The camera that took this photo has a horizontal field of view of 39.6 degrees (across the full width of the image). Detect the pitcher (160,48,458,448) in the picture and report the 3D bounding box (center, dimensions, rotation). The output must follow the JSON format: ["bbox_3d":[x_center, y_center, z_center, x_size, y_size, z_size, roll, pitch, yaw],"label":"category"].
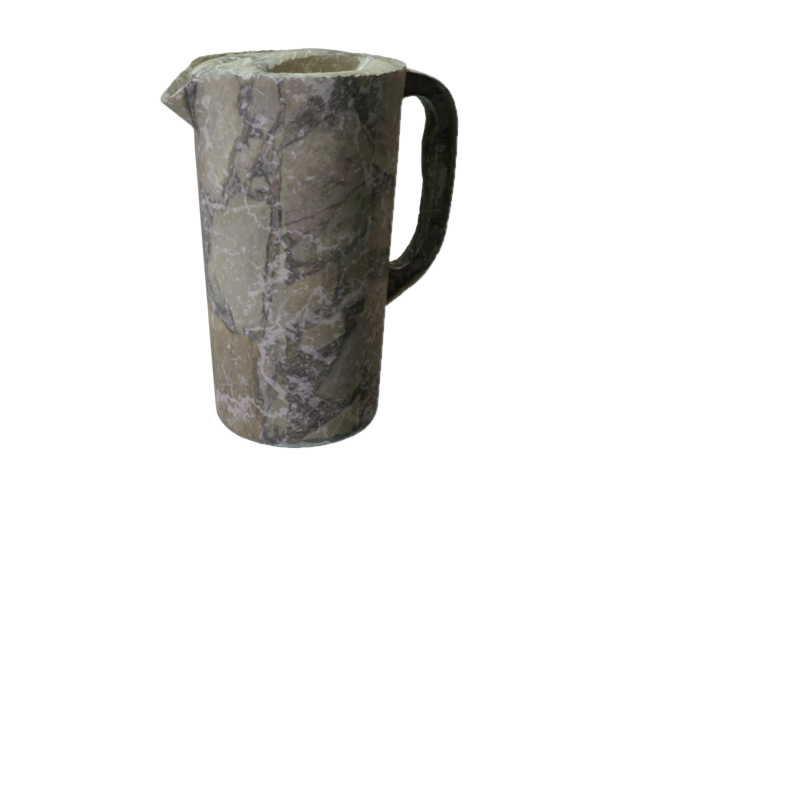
[{"bbox_3d":[-0.055,-0.101,0.706,0.154,0.233,0.146,9,21,22],"label":"pitcher"}]
